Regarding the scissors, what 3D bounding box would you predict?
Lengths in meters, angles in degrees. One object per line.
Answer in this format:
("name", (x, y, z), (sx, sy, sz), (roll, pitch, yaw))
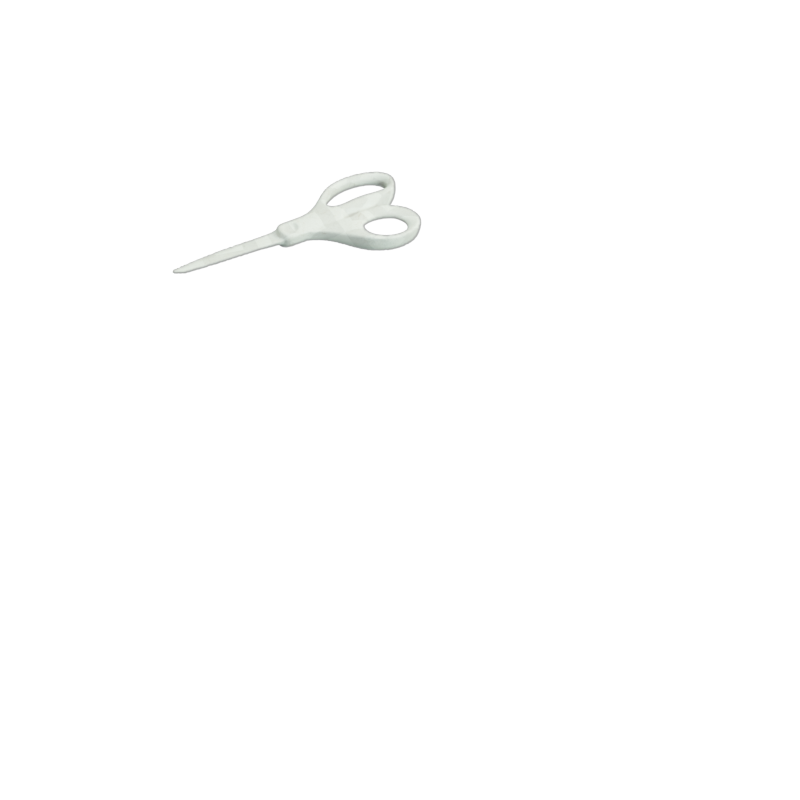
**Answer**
("scissors", (-0.067, -0.122, 0.853), (0.102, 0.015, 0.203), (33, 53, 30))
